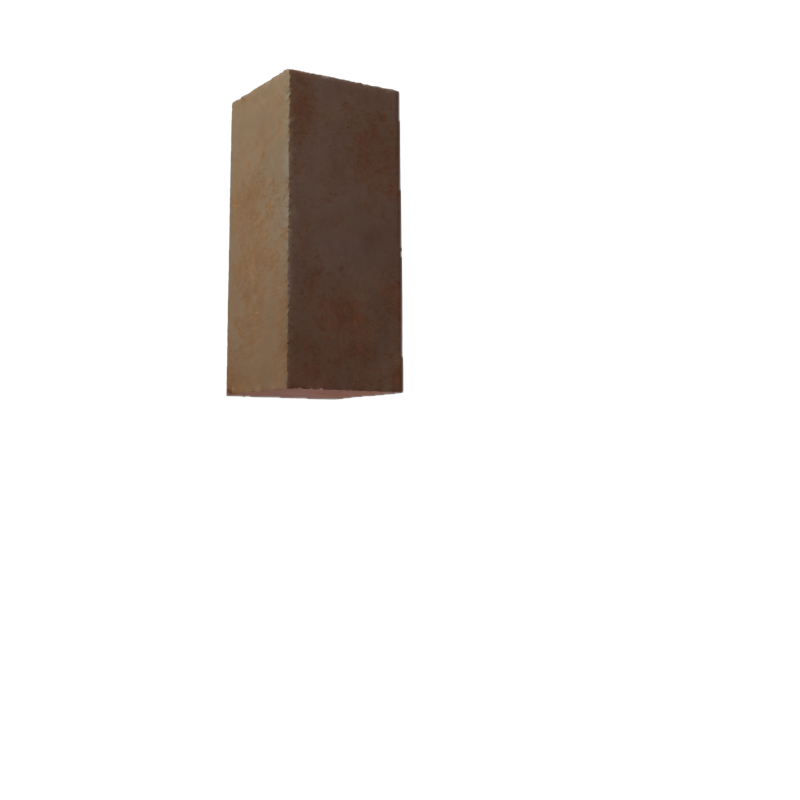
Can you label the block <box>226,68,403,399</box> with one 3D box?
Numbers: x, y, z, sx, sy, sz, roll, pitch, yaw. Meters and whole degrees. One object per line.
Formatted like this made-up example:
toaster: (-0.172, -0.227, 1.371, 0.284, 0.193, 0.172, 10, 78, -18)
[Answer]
block: (-0.059, -0.107, 0.753, 0.087, 0.212, 0.091, 6, -12, -32)
